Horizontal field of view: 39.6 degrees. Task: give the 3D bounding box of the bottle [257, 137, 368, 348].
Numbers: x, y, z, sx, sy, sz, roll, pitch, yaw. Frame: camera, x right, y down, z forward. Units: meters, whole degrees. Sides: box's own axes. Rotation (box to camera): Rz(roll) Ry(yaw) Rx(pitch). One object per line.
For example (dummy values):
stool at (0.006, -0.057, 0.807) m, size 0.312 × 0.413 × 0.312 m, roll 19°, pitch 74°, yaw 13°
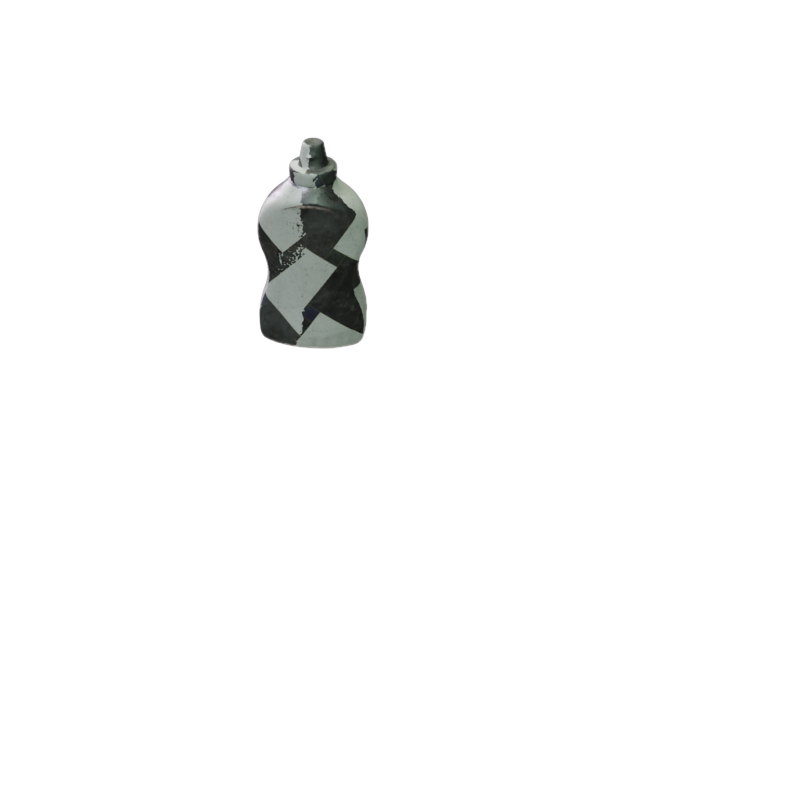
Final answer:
bottle at (-0.076, -0.138, 0.970) m, size 0.097 × 0.180 × 0.061 m, roll 6°, pitch 31°, yaw 6°
